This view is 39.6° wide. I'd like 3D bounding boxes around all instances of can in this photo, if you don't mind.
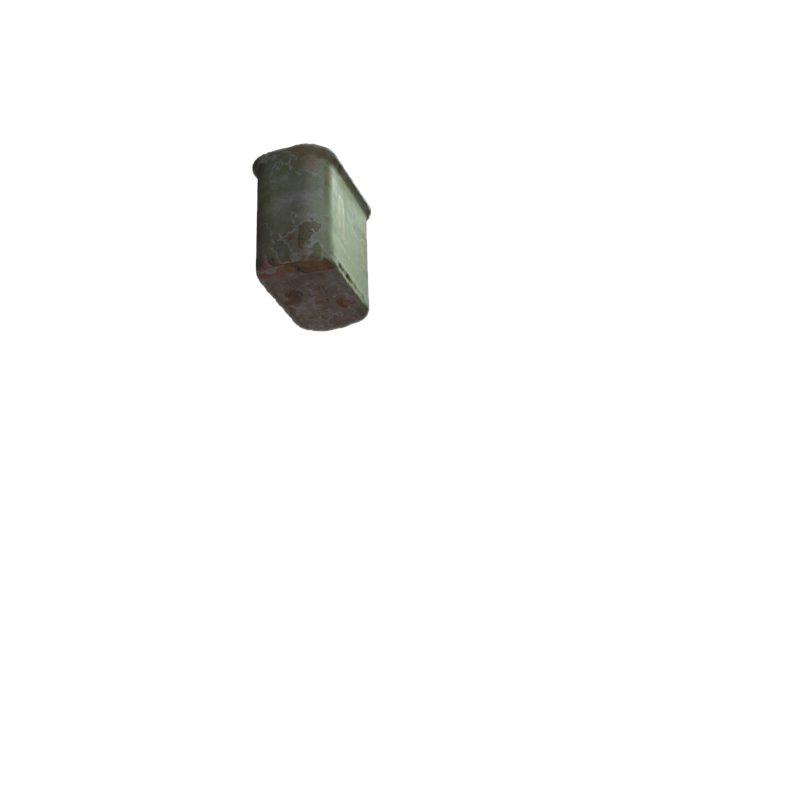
[{"bbox_3d":[-0.057,-0.104,0.726,0.058,0.089,0.094,-11,-29,17],"label":"can"}]
